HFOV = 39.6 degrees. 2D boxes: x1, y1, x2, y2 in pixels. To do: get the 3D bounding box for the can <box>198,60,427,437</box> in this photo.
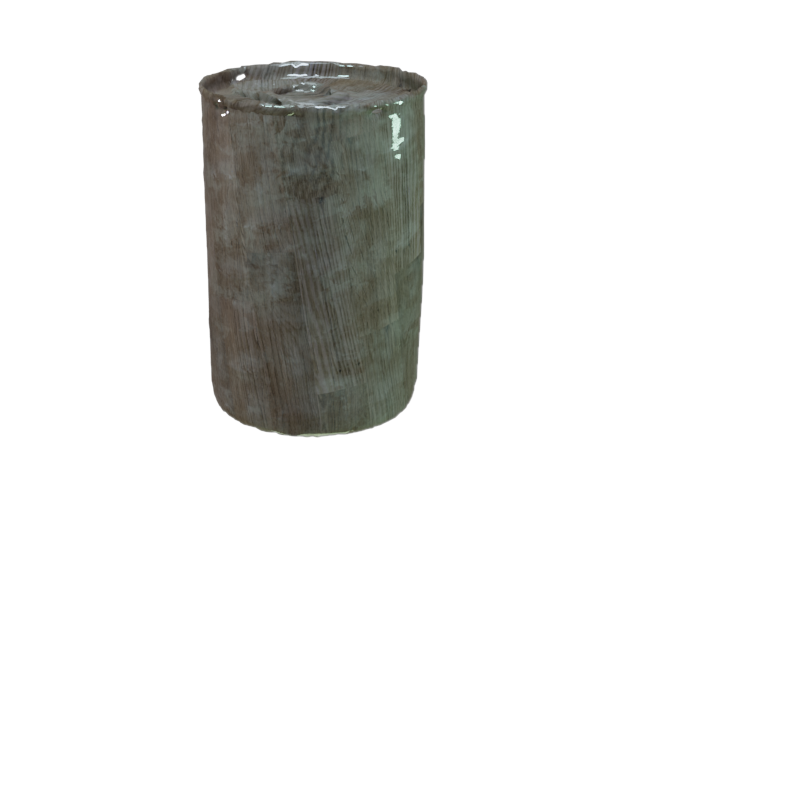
[{"bbox_3d":[-0.027,-0.049,0.345,0.068,0.097,0.072,0,22,-2],"label":"can"}]
